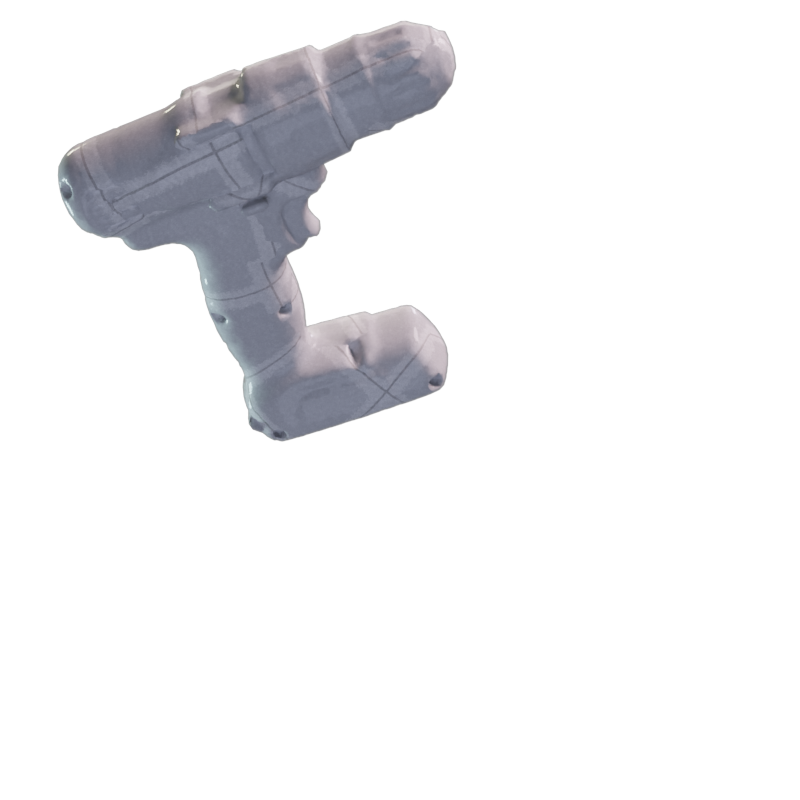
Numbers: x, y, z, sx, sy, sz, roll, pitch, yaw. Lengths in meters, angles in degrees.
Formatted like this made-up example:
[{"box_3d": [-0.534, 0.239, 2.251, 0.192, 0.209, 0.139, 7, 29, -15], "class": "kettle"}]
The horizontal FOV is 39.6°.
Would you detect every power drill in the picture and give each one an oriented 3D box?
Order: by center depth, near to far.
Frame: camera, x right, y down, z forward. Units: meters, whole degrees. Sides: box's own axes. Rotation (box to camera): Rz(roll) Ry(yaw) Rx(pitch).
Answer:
[{"box_3d": [-0.041, -0.075, 0.525, 0.185, 0.174, 0.061, -17, 35, 12], "class": "power drill"}]
